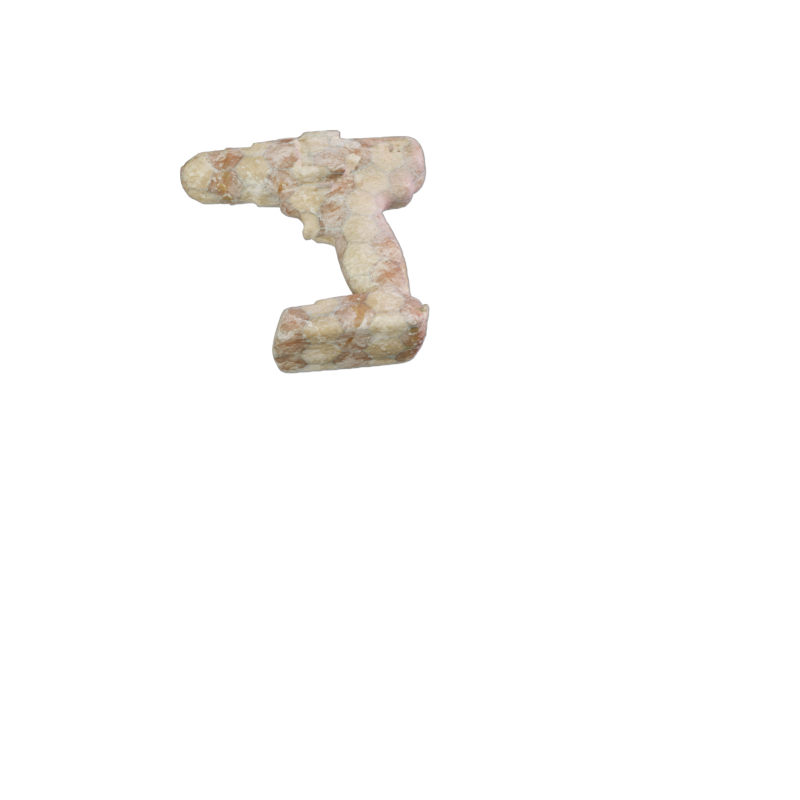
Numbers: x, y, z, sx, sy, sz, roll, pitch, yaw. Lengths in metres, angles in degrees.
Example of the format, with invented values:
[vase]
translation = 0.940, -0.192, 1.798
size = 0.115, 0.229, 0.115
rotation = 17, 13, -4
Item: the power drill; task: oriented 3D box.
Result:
[power drill]
translation = -0.062, -0.113, 0.792
size = 0.183, 0.201, 0.054
rotation = -6, -33, -4
